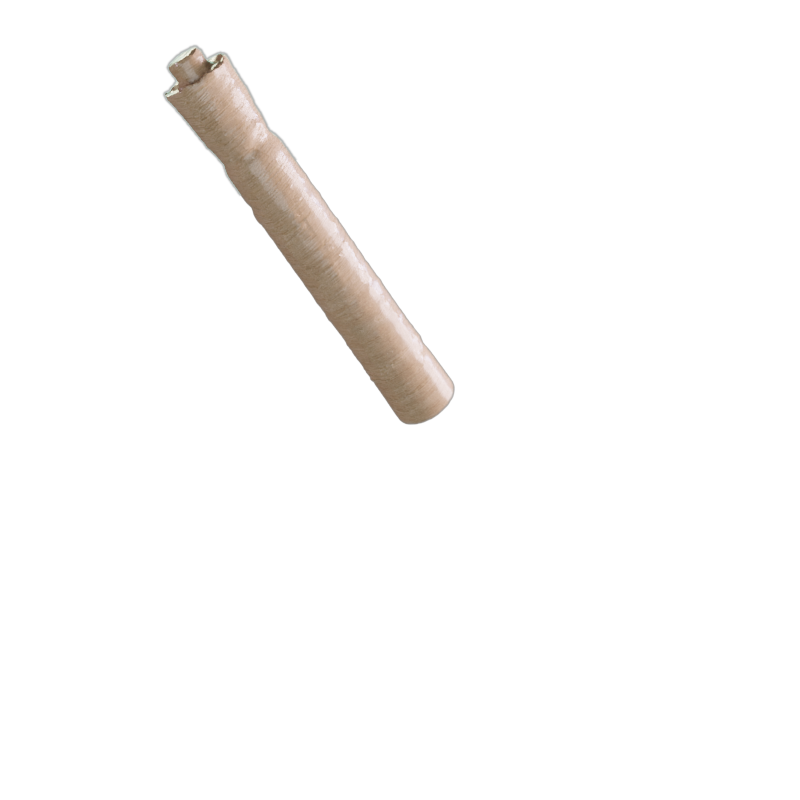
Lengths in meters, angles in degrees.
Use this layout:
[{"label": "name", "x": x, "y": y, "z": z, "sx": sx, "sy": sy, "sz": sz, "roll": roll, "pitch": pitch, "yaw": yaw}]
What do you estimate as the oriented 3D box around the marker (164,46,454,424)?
[{"label": "marker", "x": -0.023, "y": -0.042, "z": 0.296, "sx": 0.020, "sy": 0.114, "sz": 0.021, "roll": -30, "pitch": 23, "yaw": 14}]
